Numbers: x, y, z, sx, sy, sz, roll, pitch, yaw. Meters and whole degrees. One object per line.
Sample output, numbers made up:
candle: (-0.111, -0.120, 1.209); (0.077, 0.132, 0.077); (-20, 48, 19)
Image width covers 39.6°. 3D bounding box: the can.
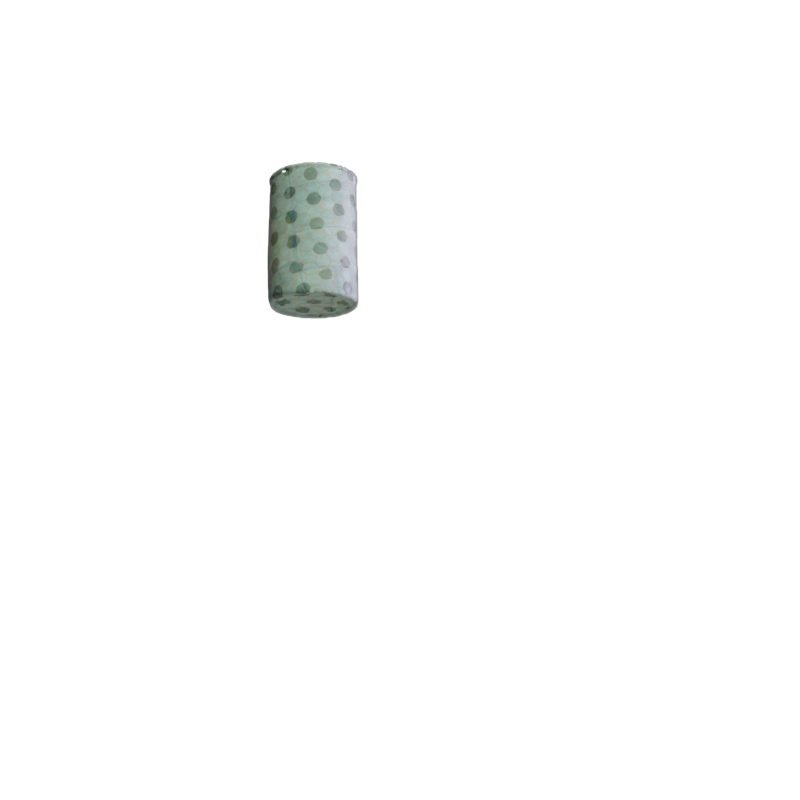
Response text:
can: (-0.065, -0.119, 0.835); (0.068, 0.107, 0.066); (0, -18, -2)
